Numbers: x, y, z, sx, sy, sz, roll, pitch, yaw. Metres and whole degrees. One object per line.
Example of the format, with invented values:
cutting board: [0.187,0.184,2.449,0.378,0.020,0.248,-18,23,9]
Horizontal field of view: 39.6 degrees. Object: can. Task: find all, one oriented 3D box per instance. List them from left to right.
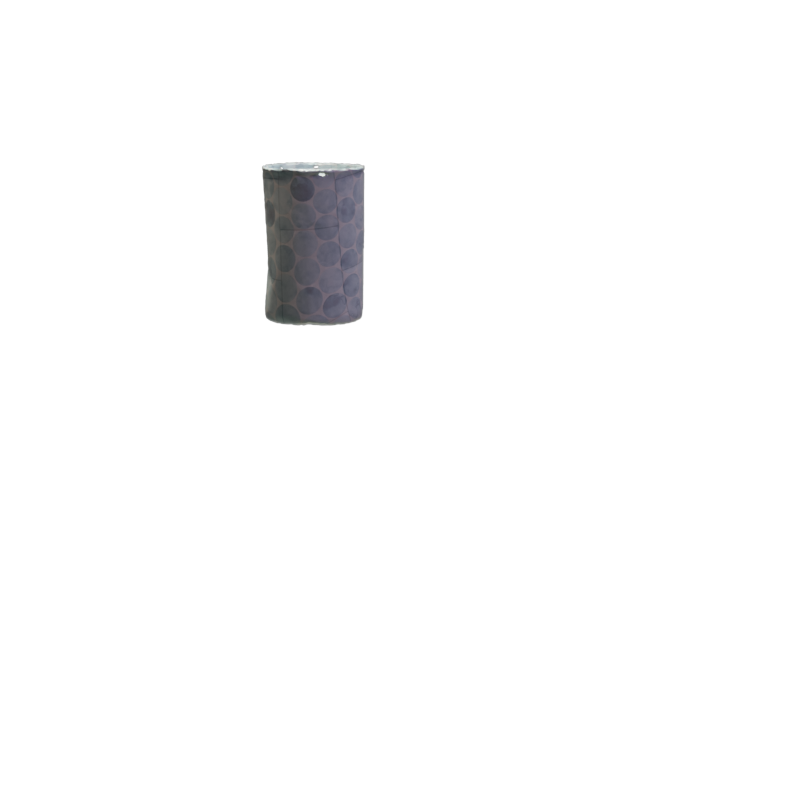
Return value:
can: [-0.058,-0.105,0.738,0.068,0.100,0.070,0,10,-2]
